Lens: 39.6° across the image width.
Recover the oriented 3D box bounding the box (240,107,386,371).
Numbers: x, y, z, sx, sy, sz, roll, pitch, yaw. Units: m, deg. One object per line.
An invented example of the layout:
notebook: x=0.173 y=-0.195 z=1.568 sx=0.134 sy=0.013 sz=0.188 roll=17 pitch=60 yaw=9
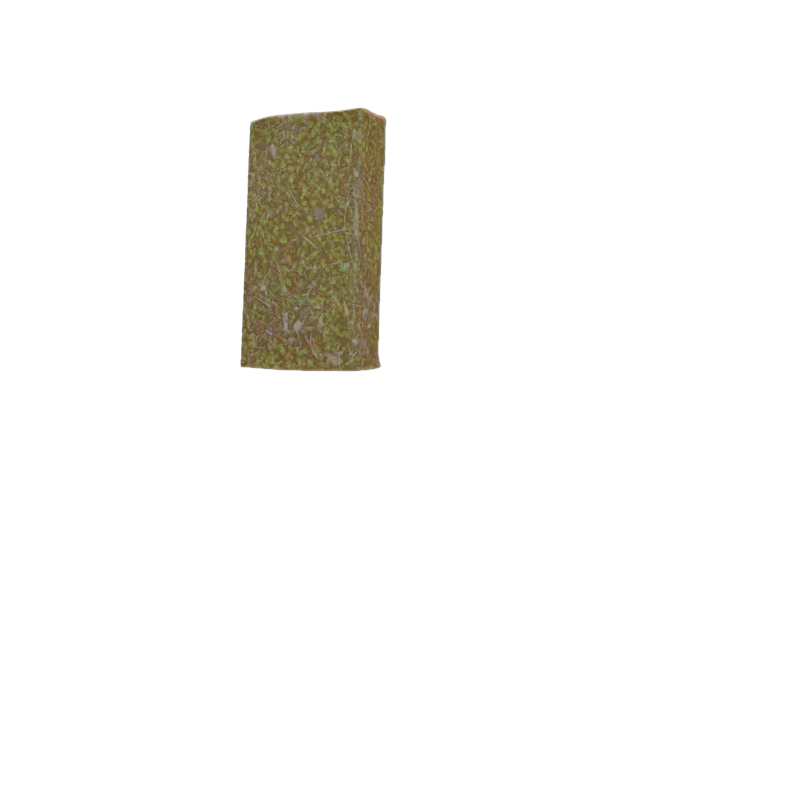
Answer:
box: x=-0.060 y=-0.109 z=0.765 sx=0.096 sy=0.178 sz=0.046 roll=-2 pitch=-4 yaw=29
